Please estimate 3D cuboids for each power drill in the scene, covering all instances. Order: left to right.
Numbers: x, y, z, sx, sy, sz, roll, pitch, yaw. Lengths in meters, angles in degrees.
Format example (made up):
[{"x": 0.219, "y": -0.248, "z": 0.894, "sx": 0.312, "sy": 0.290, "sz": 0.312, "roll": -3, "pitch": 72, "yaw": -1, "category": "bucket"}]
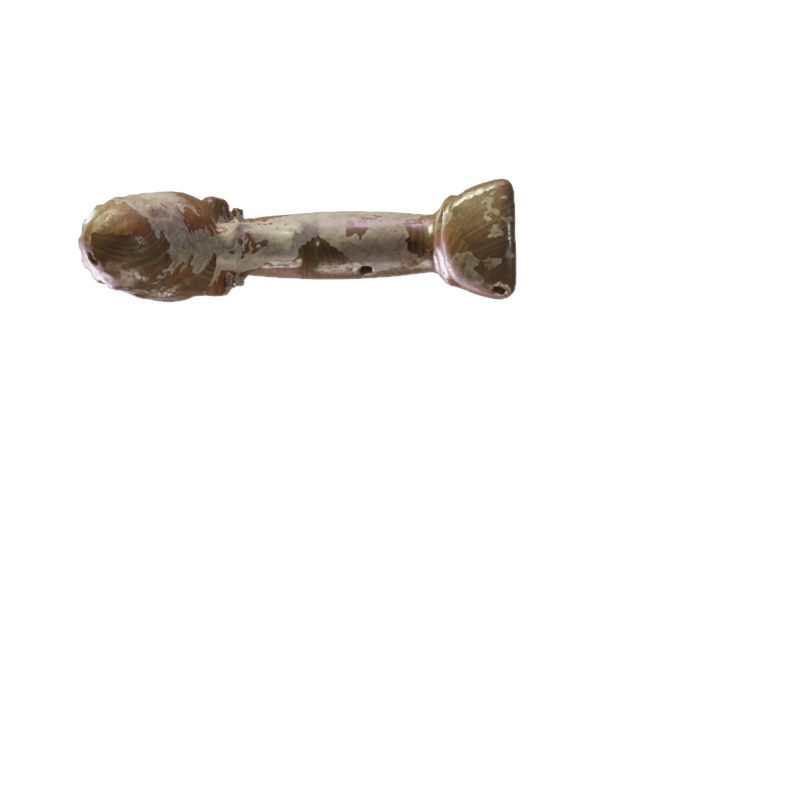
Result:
[{"x": -0.041, "y": -0.075, "z": 0.524, "sx": 0.190, "sy": 0.057, "sz": 0.184, "roll": 1, "pitch": 8, "yaw": 7, "category": "power drill"}]
